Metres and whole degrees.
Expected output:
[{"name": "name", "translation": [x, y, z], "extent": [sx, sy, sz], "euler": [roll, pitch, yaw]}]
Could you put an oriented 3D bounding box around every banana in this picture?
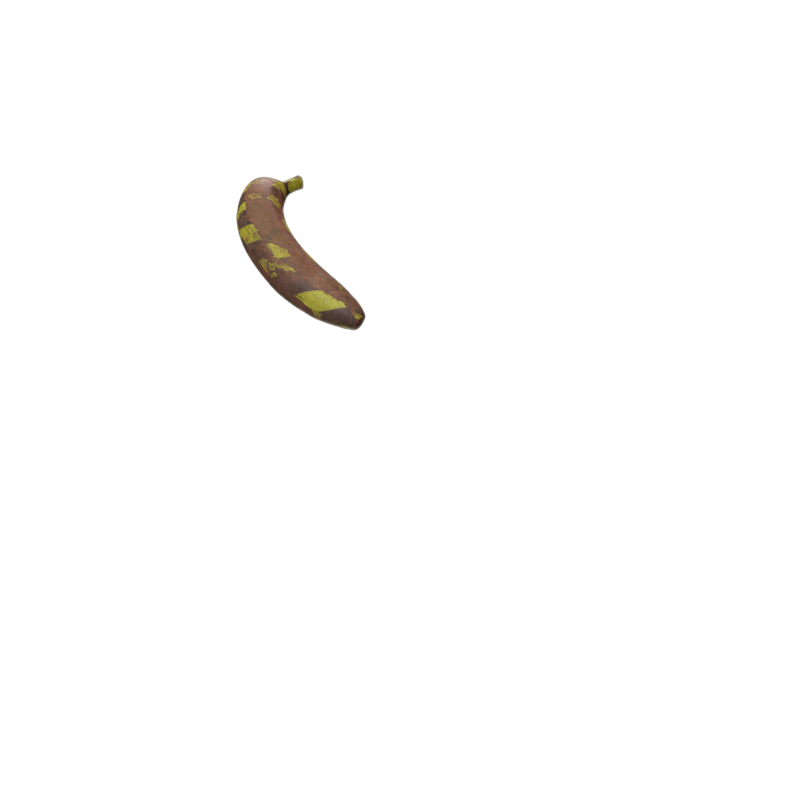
[{"name": "banana", "translation": [-0.085, -0.120, 0.845], "extent": [0.069, 0.034, 0.214], "euler": [-11, 43, -12]}]
